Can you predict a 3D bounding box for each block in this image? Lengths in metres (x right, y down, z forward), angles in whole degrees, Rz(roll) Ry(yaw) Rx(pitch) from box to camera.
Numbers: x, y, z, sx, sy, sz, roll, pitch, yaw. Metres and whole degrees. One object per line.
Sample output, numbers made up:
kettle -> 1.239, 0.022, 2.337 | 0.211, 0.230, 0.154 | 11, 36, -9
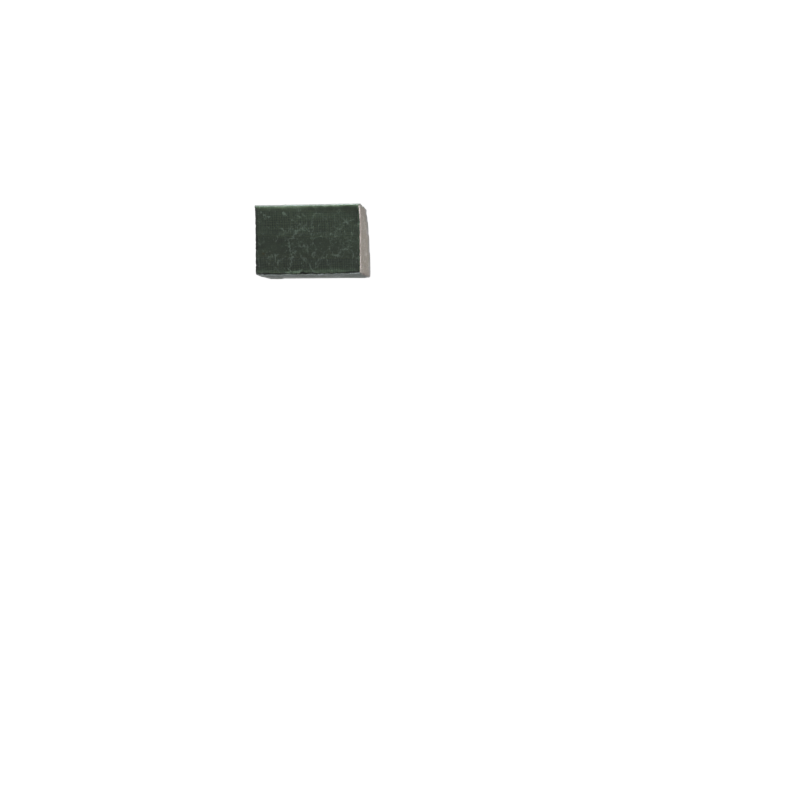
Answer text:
block -> -0.063, -0.115, 0.804 | 0.079, 0.052, 0.052 | 0, -1, 7
